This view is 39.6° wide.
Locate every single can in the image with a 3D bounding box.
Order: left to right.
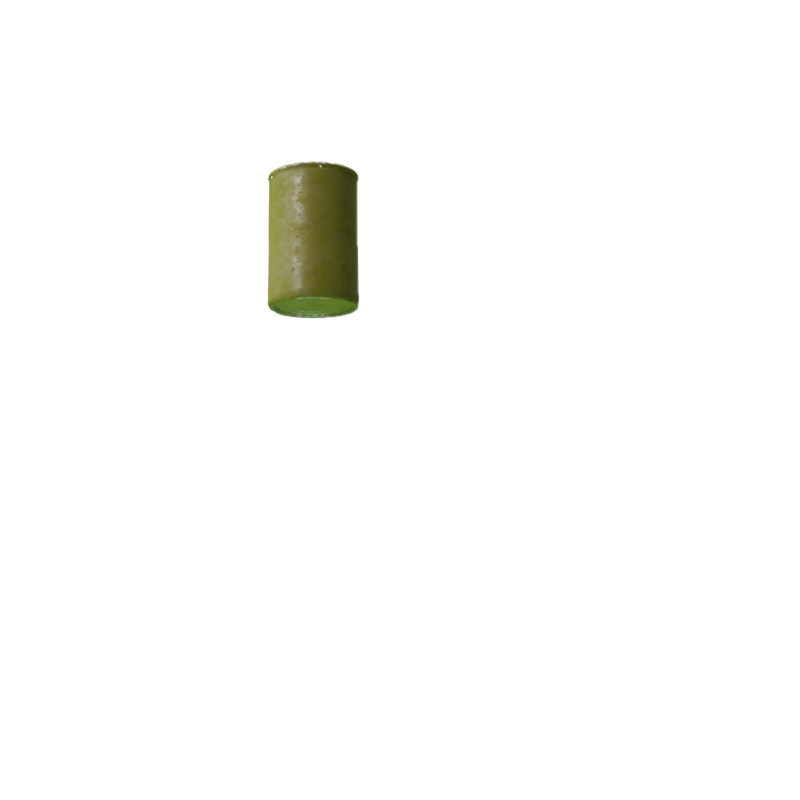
[{"bbox_3d":[-0.064,-0.117,0.820,0.068,0.106,0.066,0,-14,-2],"label":"can"}]
